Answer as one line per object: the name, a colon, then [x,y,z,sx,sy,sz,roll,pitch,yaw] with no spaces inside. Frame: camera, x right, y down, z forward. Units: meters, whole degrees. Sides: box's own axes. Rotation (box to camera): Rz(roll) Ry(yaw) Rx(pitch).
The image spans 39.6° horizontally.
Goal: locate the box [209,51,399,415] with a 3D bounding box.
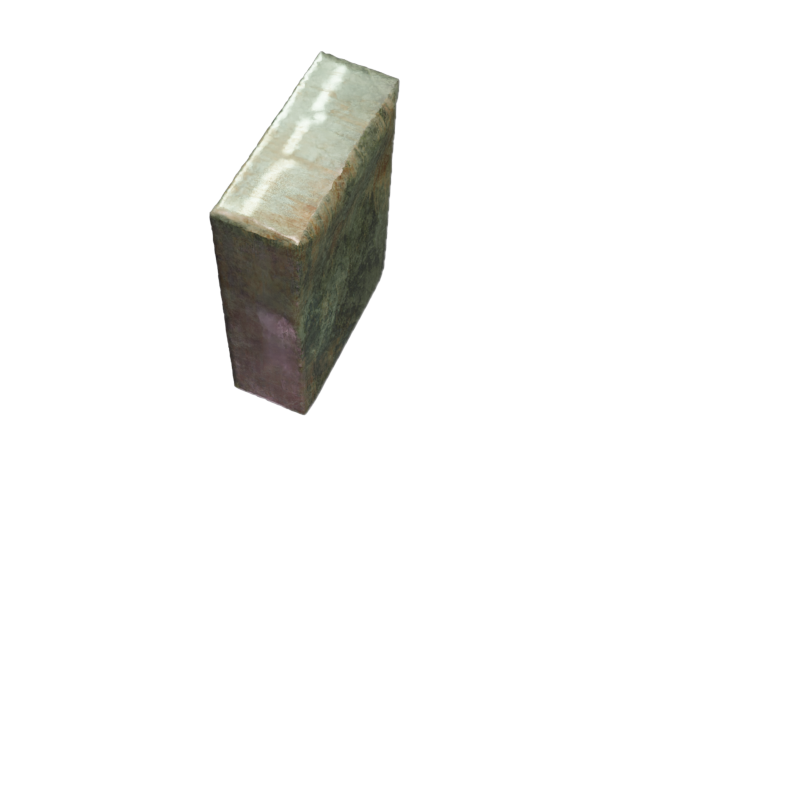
box: [-0.063,-0.114,0.801,0.074,0.171,0.200,21,-31,9]
